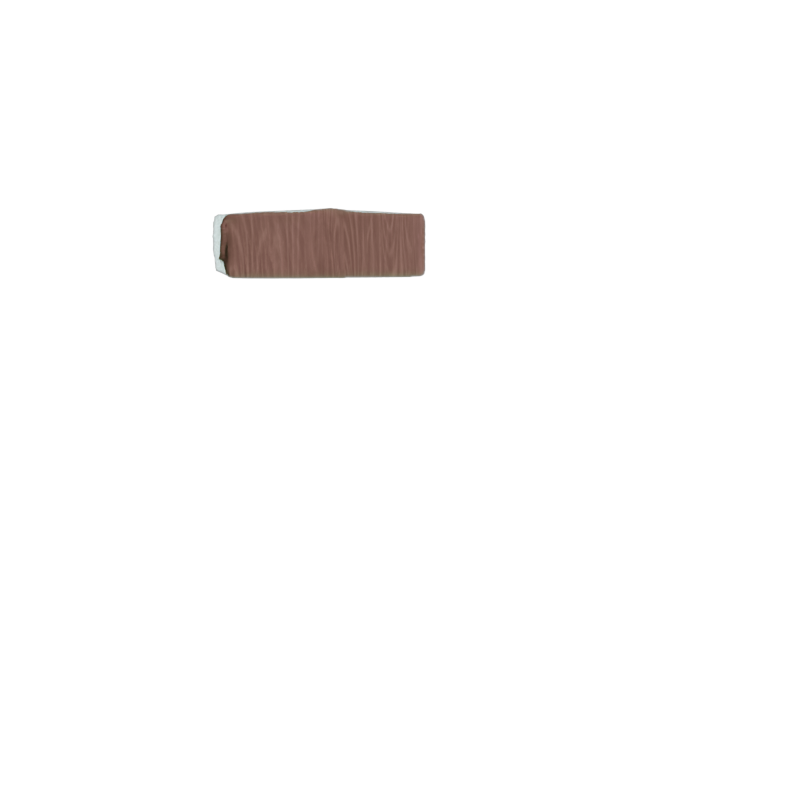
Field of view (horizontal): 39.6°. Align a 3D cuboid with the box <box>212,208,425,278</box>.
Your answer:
[{"bbox_3d":[-0.040,-0.072,0.505,0.088,0.030,0.075,-1,8,-9],"label":"box"}]
